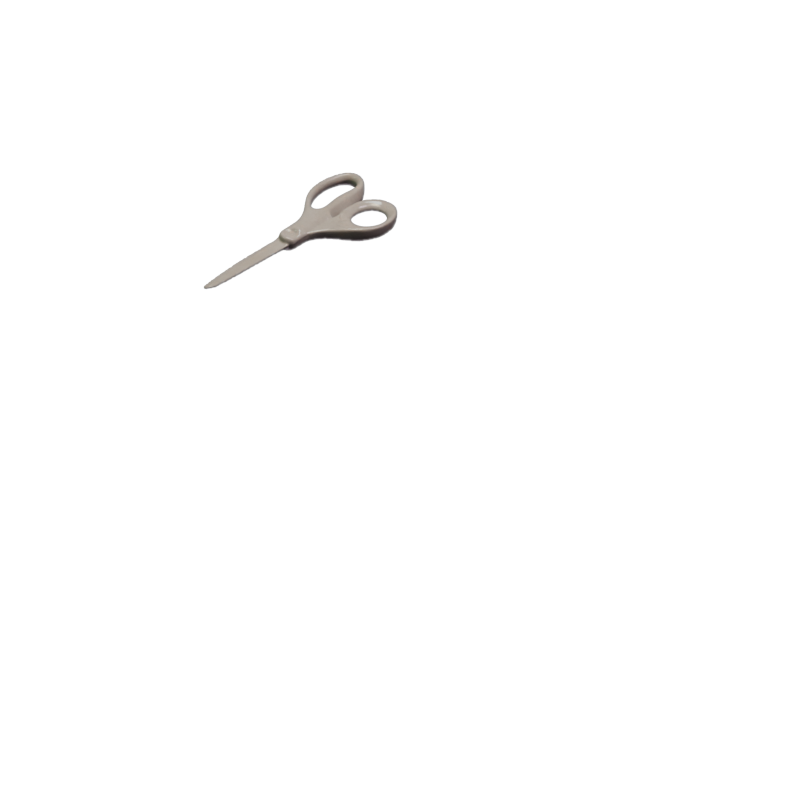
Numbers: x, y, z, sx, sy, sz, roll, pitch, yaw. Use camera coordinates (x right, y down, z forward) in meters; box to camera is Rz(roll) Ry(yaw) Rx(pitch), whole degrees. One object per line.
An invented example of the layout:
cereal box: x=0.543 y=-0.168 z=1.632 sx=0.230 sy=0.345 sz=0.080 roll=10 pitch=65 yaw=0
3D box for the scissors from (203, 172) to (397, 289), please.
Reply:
scissors: x=-0.077 y=-0.140 z=0.981 sx=0.100 sy=0.015 sz=0.207 roll=21 pitch=48 yaw=20
